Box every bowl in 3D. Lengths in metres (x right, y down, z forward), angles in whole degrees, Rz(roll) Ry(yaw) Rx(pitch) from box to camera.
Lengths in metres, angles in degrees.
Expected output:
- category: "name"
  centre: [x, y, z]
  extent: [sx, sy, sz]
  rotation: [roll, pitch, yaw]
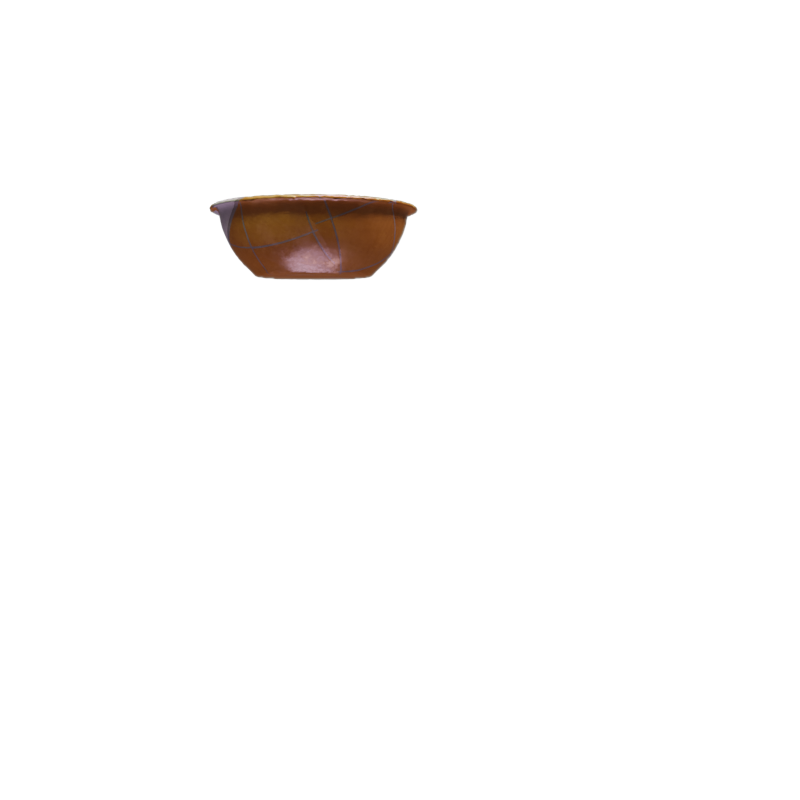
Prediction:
- category: "bowl"
  centre: [-0.068, -0.123, 0.863]
  extent: [0.162, 0.055, 0.162]
  rotation: [0, 2, -2]
